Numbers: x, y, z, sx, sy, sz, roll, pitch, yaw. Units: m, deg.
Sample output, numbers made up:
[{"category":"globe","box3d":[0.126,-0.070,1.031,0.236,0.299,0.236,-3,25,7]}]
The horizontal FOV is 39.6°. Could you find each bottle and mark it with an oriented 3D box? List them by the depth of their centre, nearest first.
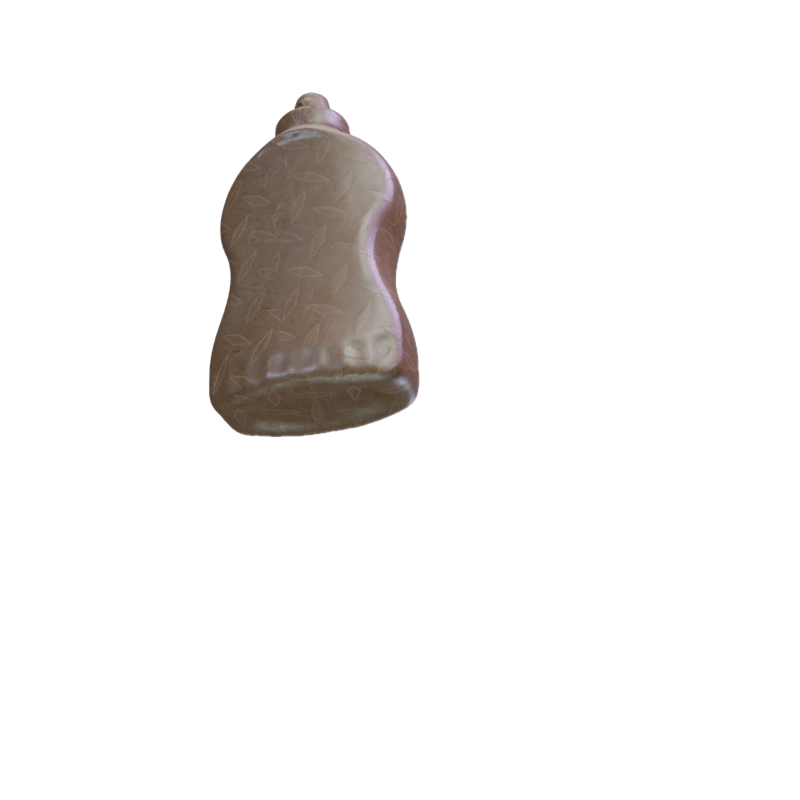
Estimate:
[{"category":"bottle","box3d":[-0.044,-0.081,0.562,0.097,0.205,0.054,-13,-35,15]}]
